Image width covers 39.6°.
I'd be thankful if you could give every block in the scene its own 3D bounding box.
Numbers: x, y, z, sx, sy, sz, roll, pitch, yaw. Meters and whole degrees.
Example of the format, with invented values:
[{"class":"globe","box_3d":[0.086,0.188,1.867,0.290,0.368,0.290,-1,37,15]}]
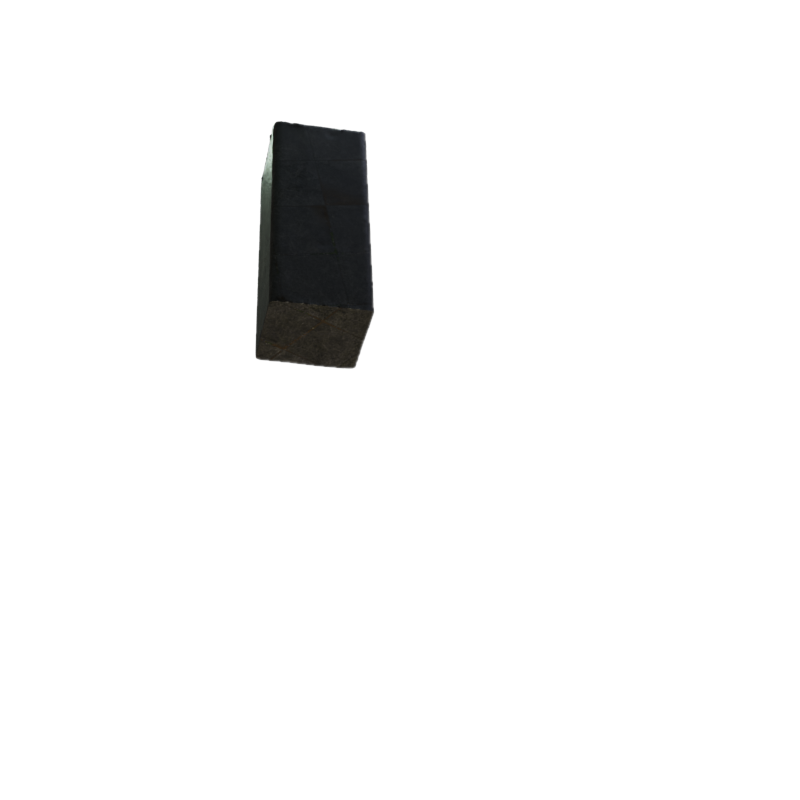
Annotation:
[{"class":"block","box_3d":[-0.079,-0.142,0.995,0.089,0.221,0.086,5,-37,-11]}]
